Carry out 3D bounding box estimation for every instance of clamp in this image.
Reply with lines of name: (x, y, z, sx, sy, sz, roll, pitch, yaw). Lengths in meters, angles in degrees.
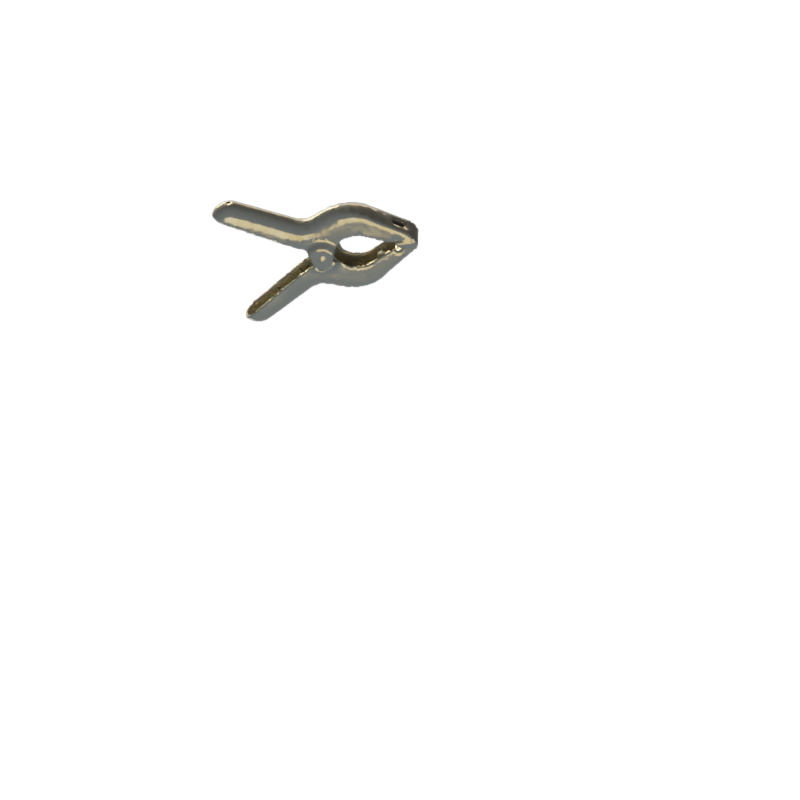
clamp: (-0.074, -0.134, 0.940, 0.172, 0.111, 0.042, -16, 39, 13)
